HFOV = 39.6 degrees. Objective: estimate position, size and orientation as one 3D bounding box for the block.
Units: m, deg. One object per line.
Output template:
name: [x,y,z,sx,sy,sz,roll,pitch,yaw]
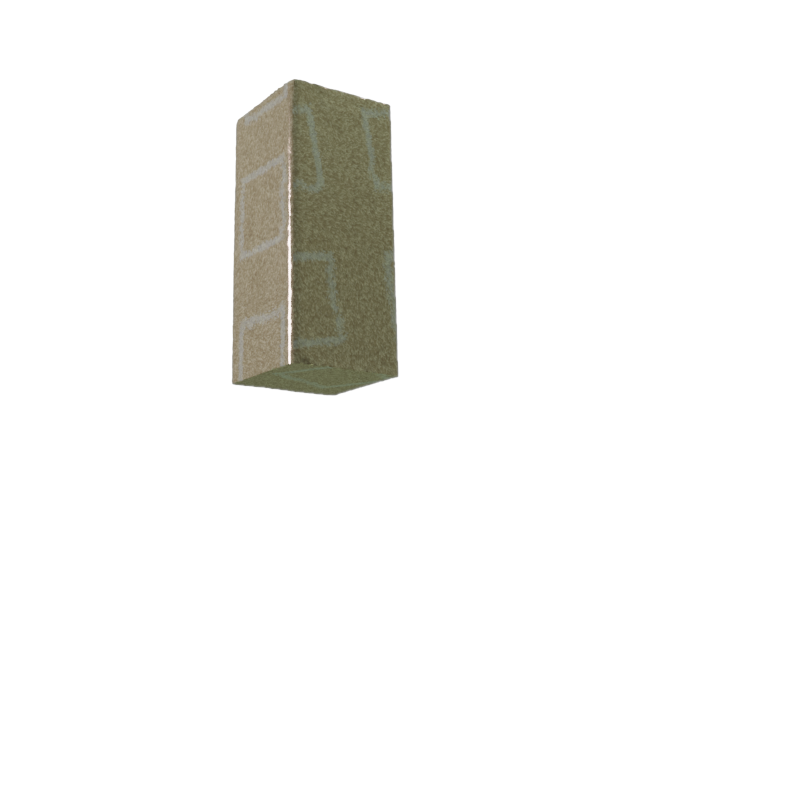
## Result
block: [-0.064,-0.116,0.812,0.086,0.215,0.091,10,-20,-32]
